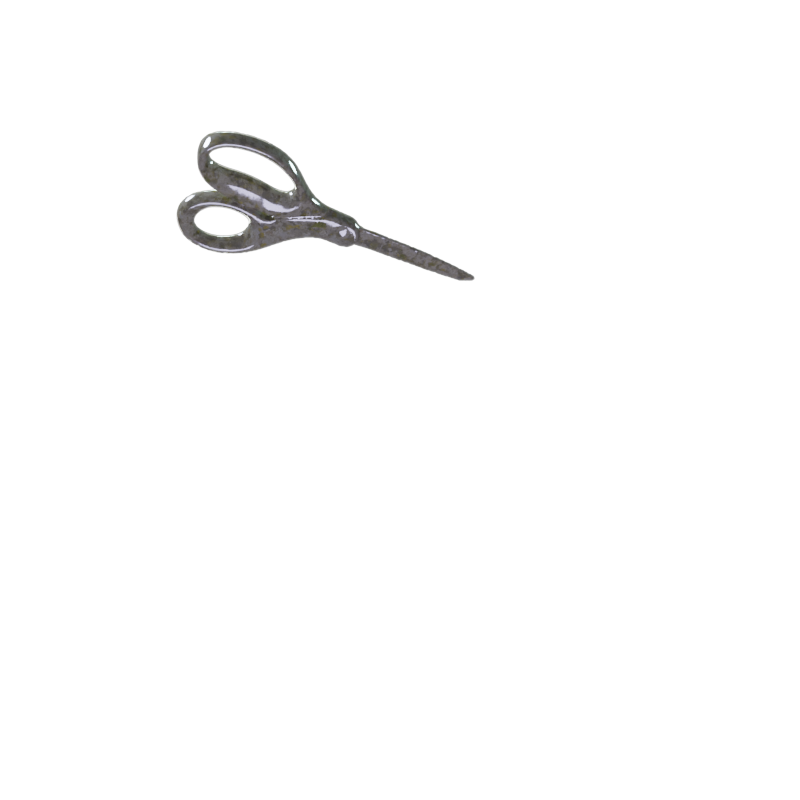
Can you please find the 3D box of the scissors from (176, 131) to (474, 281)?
[{"bbox_3d":[-0.055,-0.101,0.705,0.190,0.017,0.095,32,-53,-29],"label":"scissors"}]
